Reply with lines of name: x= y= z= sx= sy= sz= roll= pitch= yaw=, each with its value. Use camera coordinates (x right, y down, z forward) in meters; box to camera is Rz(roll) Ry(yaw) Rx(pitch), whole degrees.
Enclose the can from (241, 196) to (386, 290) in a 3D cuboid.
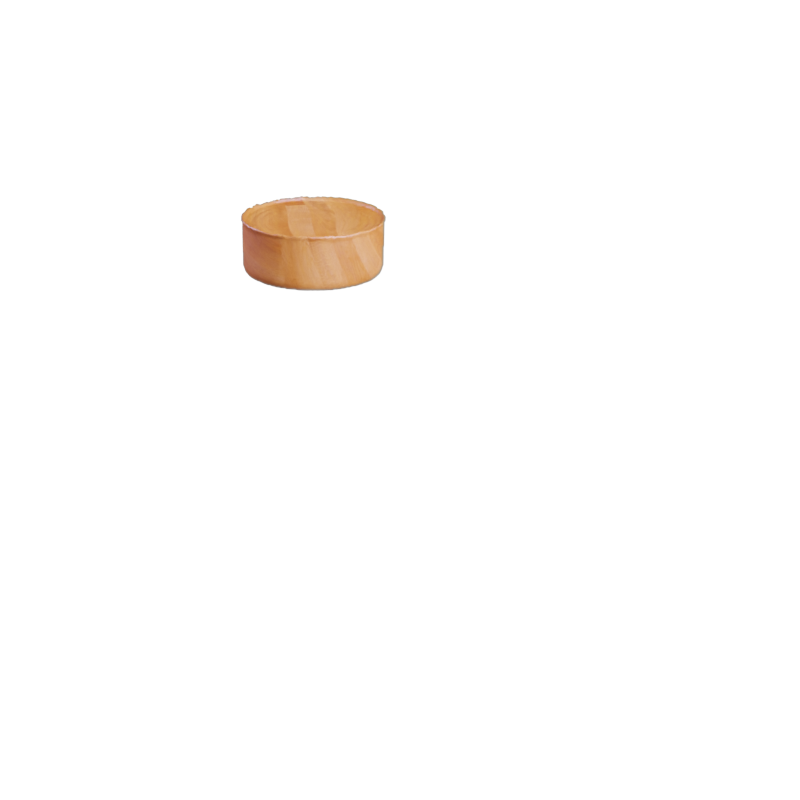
can: x=-0.052 y=-0.094 z=0.662 sx=0.086 sy=0.032 sz=0.090 roll=-1 pitch=24 yaw=-2
